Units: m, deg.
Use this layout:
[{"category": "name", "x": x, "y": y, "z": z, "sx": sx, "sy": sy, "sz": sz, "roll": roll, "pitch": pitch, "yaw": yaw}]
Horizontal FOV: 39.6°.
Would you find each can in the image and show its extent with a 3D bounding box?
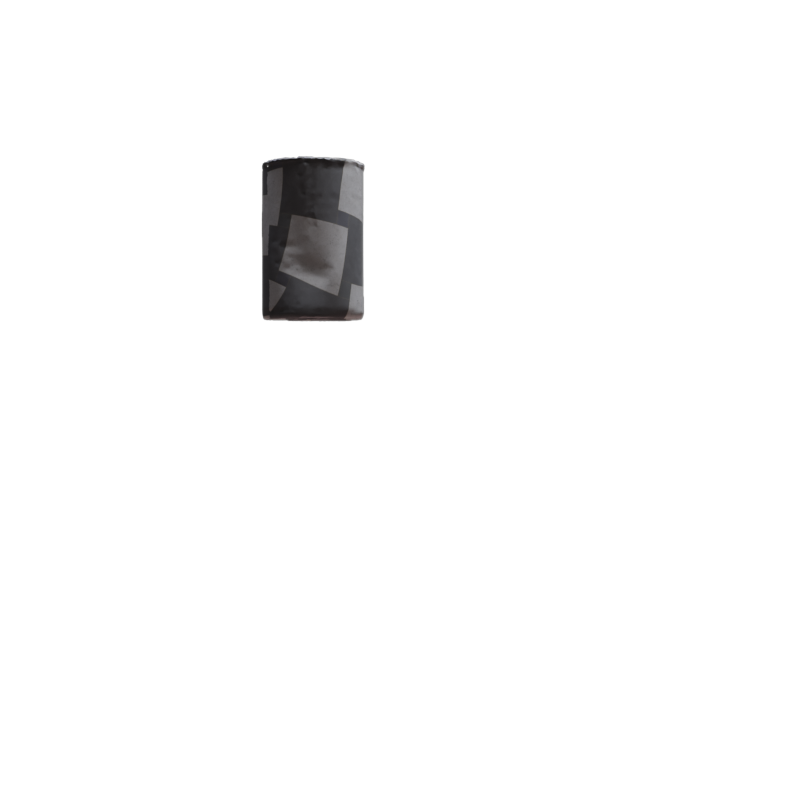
[{"category": "can", "x": -0.057, "y": -0.103, "z": 0.724, "sx": 0.068, "sy": 0.103, "sz": 0.068, "roll": 0, "pitch": -3, "yaw": -2}]
